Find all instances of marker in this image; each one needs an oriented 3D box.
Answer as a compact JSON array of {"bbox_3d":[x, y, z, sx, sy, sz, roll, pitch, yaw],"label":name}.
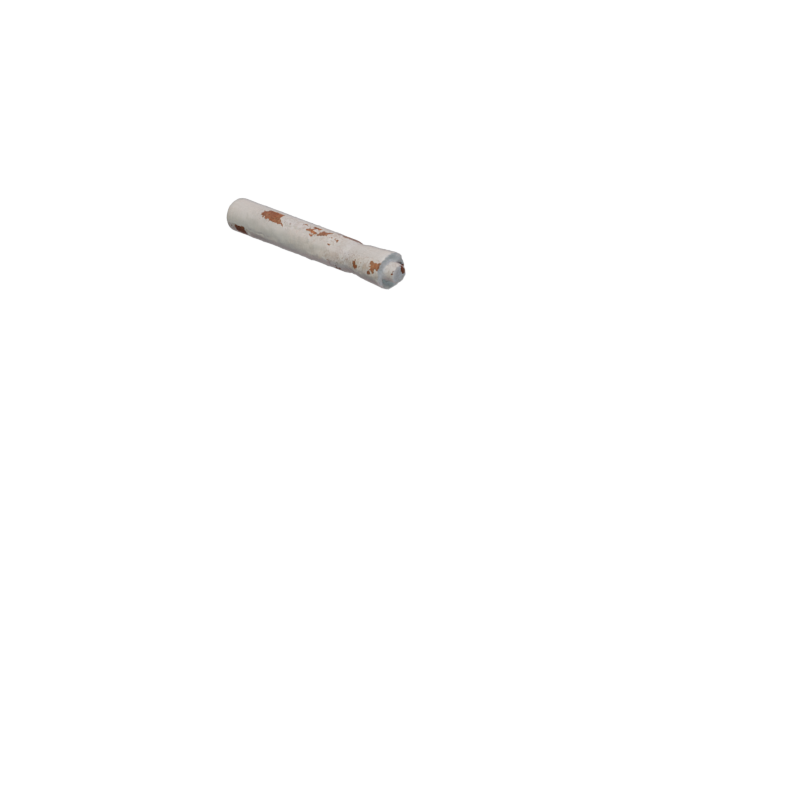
[{"bbox_3d":[-0.044,-0.081,0.568,0.019,0.019,0.129,-4,22,-46],"label":"marker"}]
